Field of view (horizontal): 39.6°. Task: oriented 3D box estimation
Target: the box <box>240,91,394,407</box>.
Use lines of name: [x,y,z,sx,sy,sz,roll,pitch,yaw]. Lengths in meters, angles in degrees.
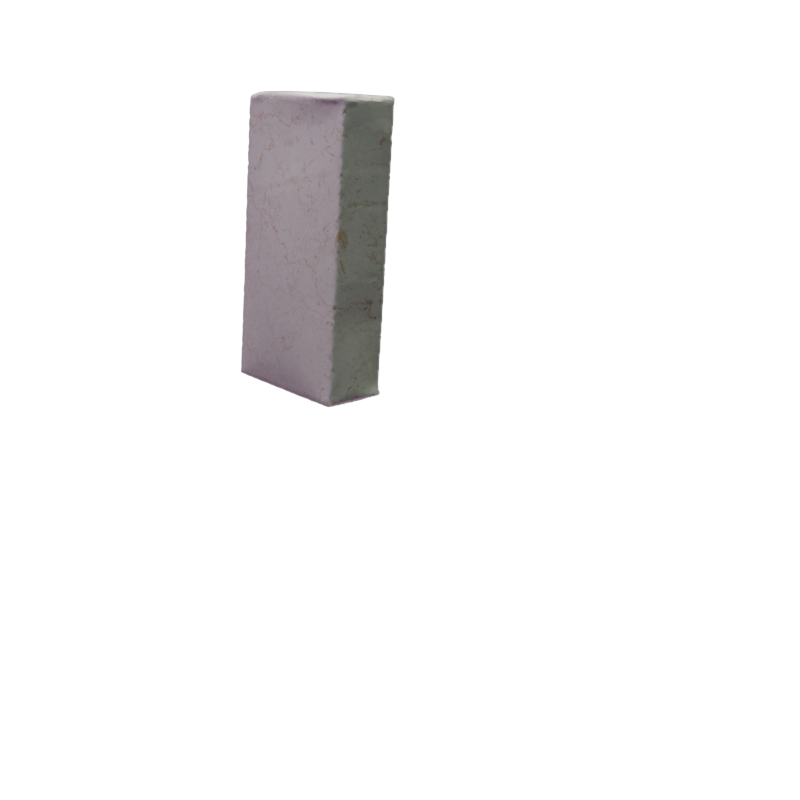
box: [-0.052,-0.094,0.657,0.047,0.172,0.098,-7,14,-40]
